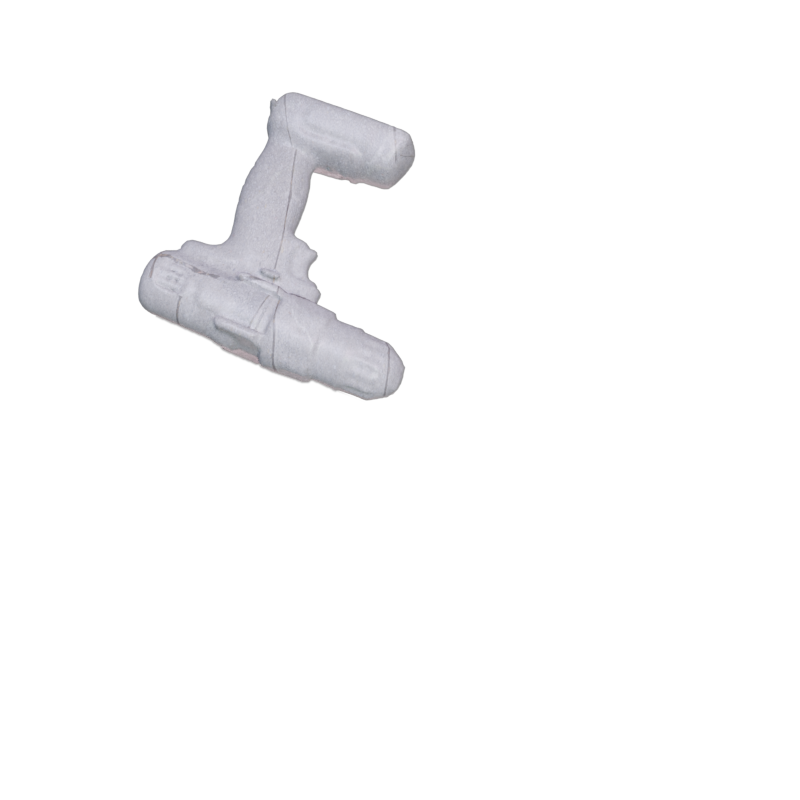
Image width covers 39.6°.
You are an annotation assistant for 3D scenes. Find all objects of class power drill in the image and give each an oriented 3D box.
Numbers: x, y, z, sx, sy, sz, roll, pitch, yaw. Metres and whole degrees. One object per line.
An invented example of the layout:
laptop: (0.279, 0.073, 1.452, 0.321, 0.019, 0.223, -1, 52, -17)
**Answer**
power drill: (-0.058, -0.106, 0.746, 0.189, 0.194, 0.054, 21, -24, 10)
